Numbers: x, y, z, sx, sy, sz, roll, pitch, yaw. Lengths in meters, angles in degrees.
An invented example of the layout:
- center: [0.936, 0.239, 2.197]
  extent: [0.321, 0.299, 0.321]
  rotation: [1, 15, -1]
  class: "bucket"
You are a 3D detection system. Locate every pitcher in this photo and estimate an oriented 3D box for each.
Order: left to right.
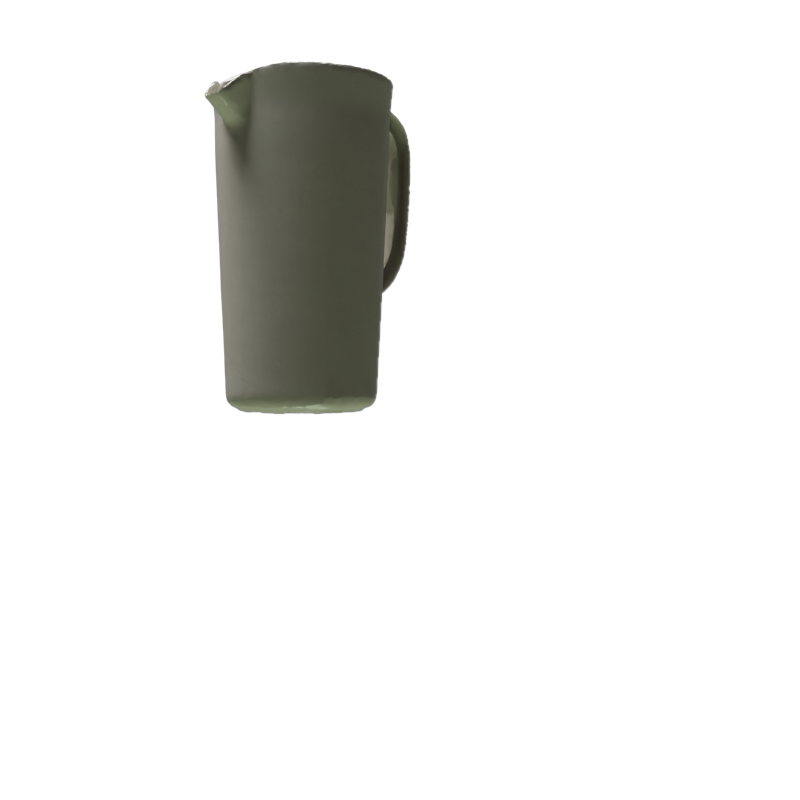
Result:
- center: [-0.063, -0.115, 0.807]
  extent: [0.149, 0.246, 0.143]
  rotation: [0, -3, -1]
  class: "pitcher"
